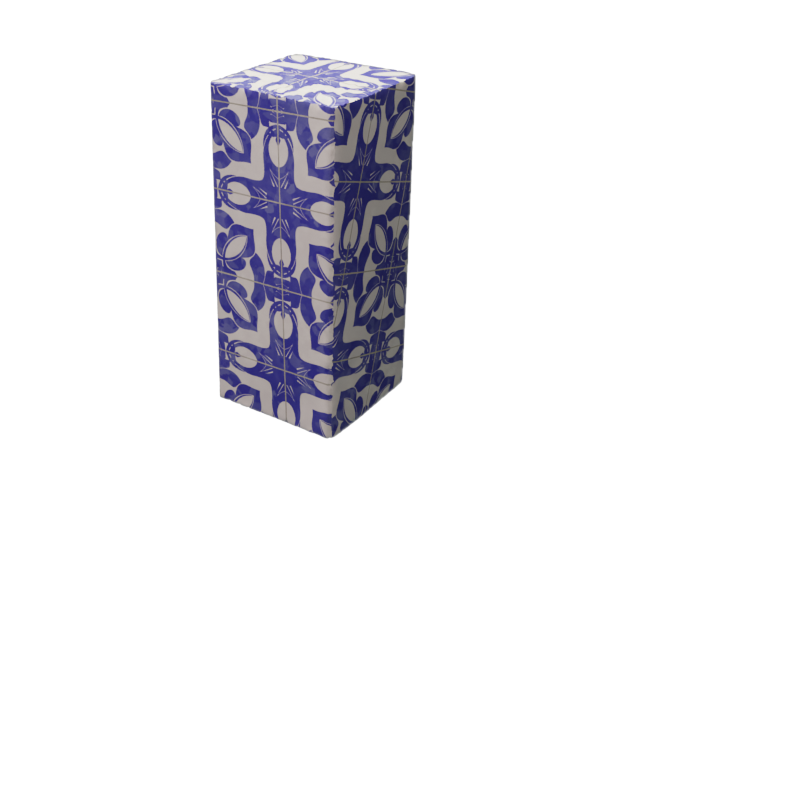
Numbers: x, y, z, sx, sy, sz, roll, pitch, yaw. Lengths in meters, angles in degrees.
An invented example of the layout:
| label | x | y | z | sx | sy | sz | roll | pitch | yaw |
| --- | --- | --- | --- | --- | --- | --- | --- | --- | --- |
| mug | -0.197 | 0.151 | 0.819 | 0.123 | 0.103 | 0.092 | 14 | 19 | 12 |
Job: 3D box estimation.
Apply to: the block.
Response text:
| label | x | y | z | sx | sy | sz | roll | pitch | yaw |
| --- | --- | --- | --- | --- | --- | --- | --- | --- | --- |
| block | -0.053 | -0.097 | 0.679 | 0.095 | 0.196 | 0.090 | 17 | 29 | 29 |
